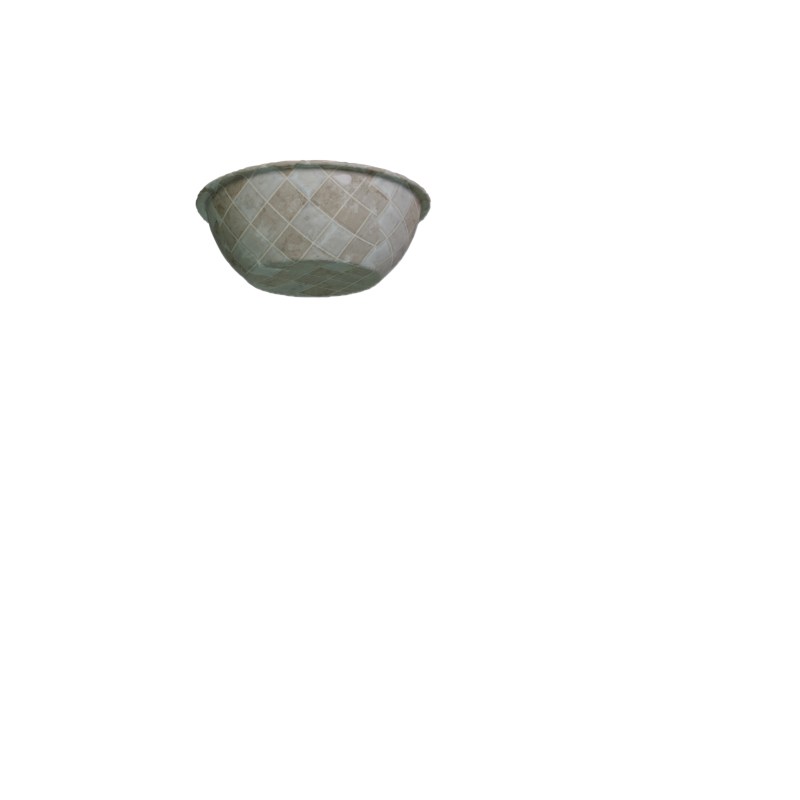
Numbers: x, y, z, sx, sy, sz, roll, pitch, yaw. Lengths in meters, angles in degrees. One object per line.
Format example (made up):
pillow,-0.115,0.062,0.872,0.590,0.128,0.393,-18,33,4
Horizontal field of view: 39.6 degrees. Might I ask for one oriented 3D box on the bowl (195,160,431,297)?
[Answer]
bowl,-0.059,-0.108,0.756,0.162,0.057,0.157,0,-12,-2
